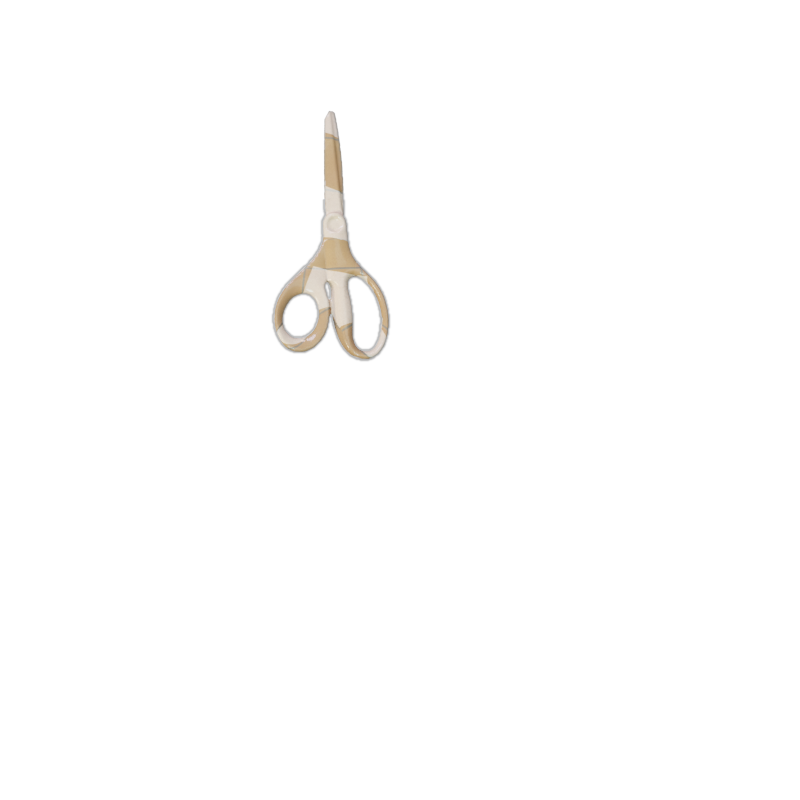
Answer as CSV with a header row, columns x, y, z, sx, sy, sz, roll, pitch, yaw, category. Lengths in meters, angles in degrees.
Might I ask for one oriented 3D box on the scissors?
x,y,z,sx,sy,sz,roll,pitch,yaw,category
-0.067,-0.123,0.861,0.096,0.210,0.015,-17,-16,-5,scissors
